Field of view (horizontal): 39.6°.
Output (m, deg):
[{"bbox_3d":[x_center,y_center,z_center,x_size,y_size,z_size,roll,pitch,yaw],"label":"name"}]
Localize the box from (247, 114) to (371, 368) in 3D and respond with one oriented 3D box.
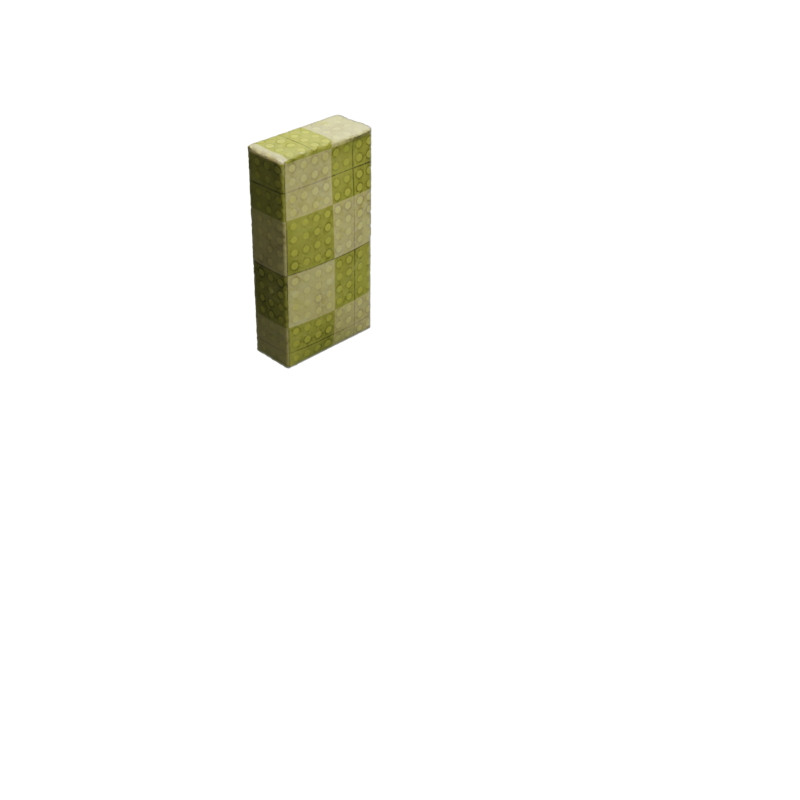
[{"bbox_3d":[-0.067,-0.121,0.851,0.051,0.166,0.093,29,41,36],"label":"box"}]
